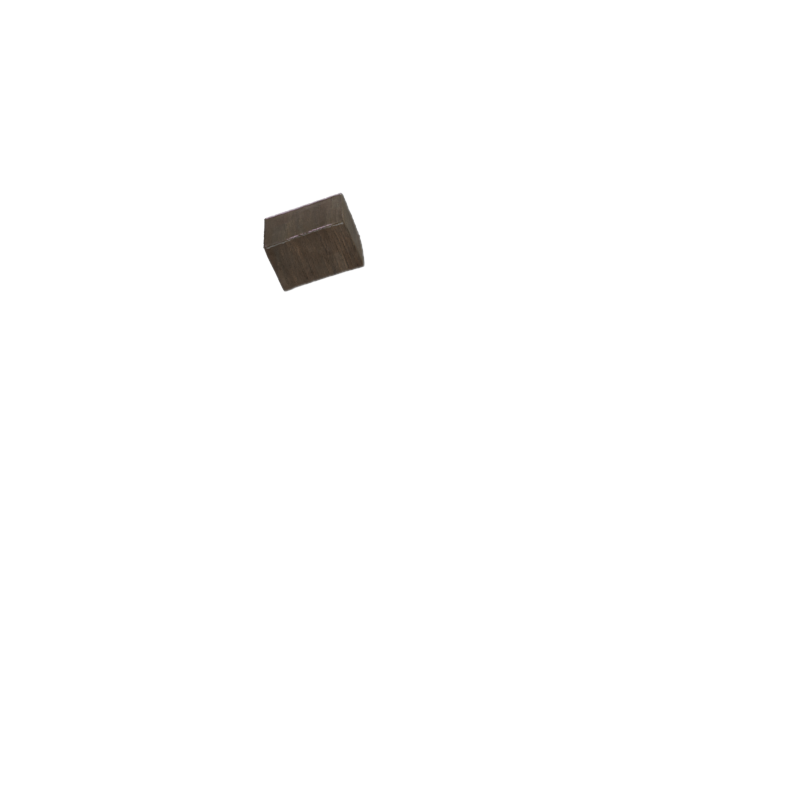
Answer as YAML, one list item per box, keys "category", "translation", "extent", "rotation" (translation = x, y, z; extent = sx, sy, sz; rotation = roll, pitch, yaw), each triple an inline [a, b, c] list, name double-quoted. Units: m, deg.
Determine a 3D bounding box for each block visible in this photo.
- category: "block"
  translation: [-0.077, -0.141, 0.985]
  extent: [0.078, 0.049, 0.055]
  rotation: [-16, 36, 10]
